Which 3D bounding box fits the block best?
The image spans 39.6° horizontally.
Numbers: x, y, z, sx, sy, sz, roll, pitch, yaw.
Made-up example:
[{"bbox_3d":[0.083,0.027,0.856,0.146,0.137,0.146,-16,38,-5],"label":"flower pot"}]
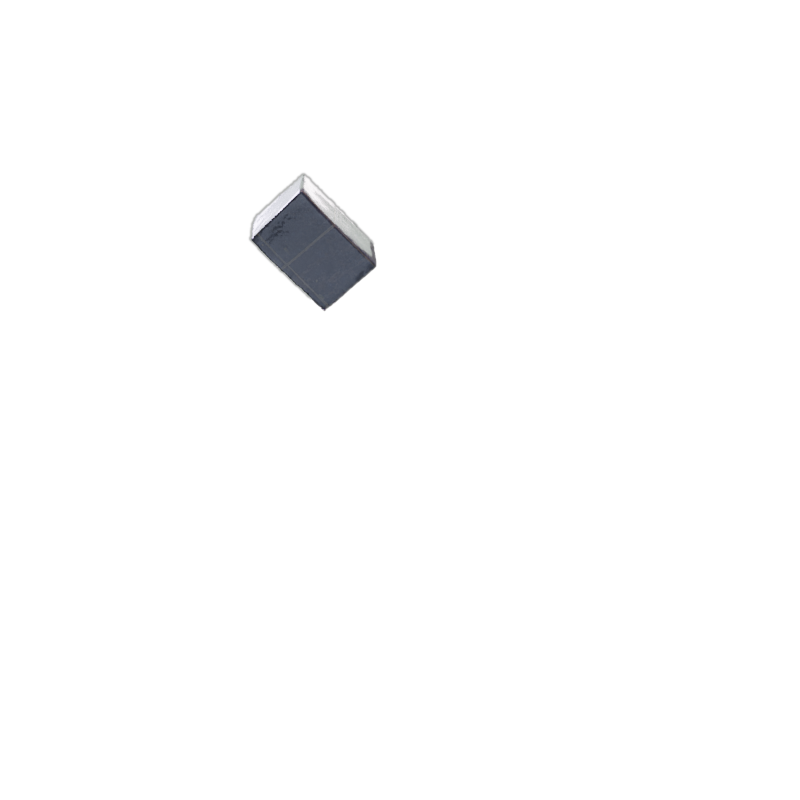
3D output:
[{"bbox_3d":[-0.062,-0.113,0.794,0.052,0.075,0.054,-41,18,14],"label":"block"}]
